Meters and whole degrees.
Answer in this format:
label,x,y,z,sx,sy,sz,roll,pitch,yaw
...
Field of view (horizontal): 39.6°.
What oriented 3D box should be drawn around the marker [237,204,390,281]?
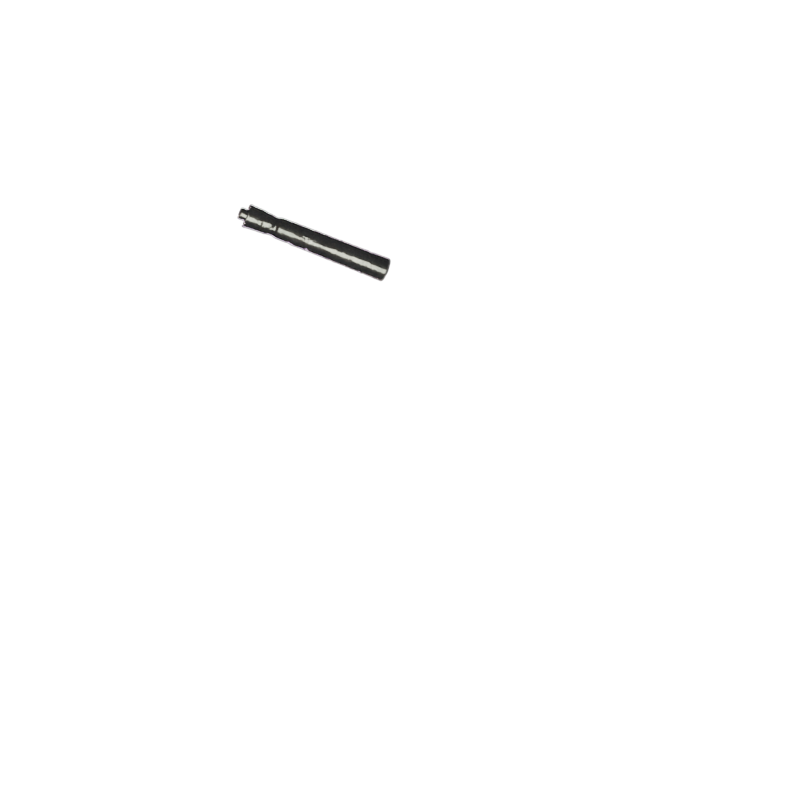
label,x,y,z,sx,sy,sz,roll,pitch,yaw
marker,-0.066,-0.120,0.842,0.119,0.020,0.020,20,0,-8
